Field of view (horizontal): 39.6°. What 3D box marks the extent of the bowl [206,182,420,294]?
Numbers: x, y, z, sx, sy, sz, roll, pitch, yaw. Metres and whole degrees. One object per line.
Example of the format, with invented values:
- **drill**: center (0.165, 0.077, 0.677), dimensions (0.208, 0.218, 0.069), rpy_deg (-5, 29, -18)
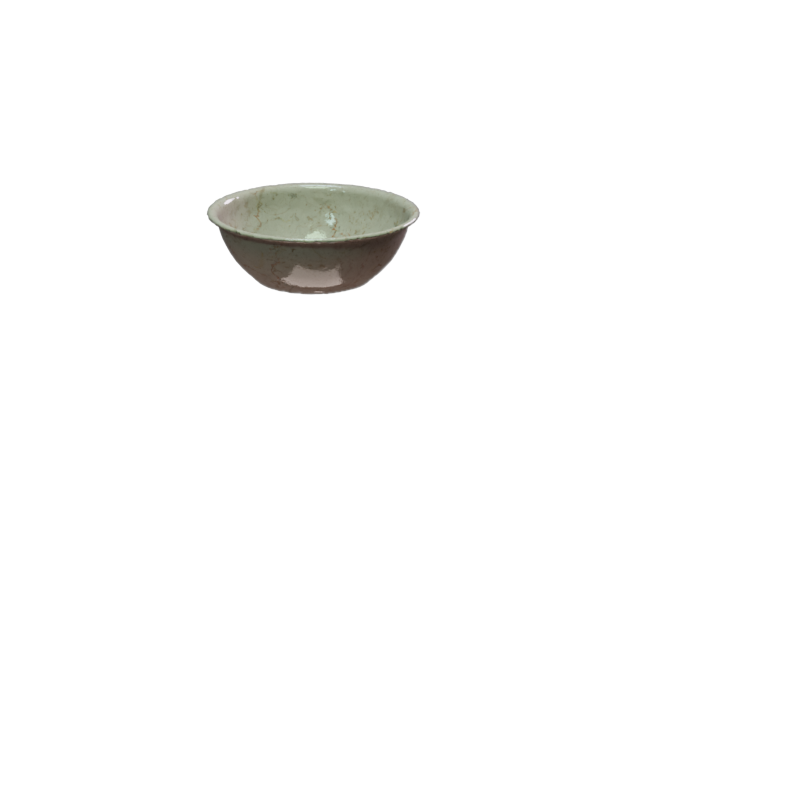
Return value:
- **bowl**: center (-0.067, -0.121, 0.851), dimensions (0.162, 0.053, 0.170), rpy_deg (-1, 23, -2)
